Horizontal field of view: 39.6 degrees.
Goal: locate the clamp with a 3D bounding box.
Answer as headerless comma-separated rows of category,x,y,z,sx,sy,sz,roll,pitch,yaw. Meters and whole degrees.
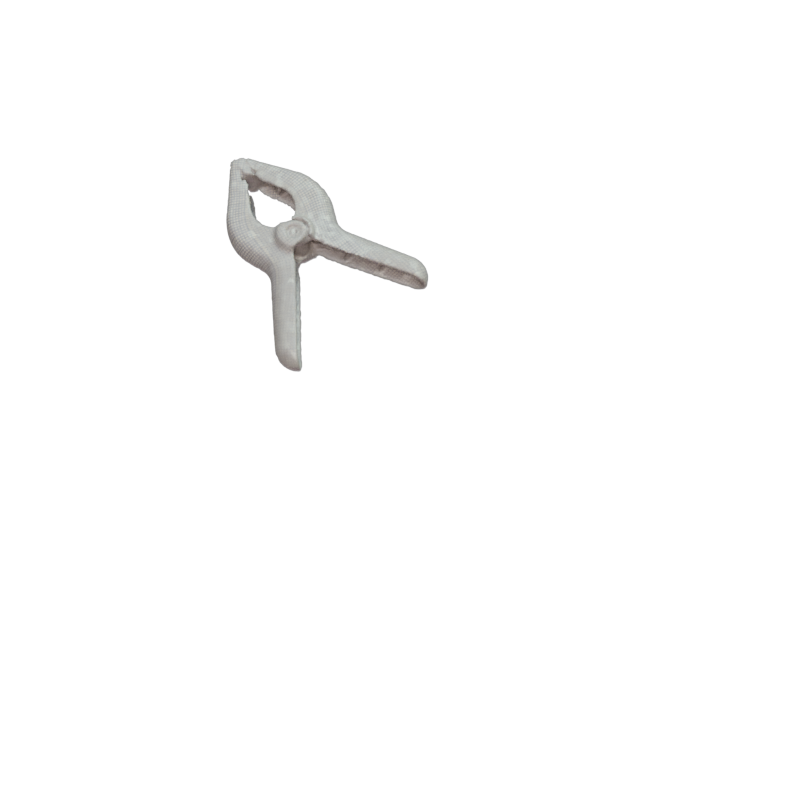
clamp,-0.063,-0.114,0.799,0.120,0.183,0.037,-23,-25,-12
